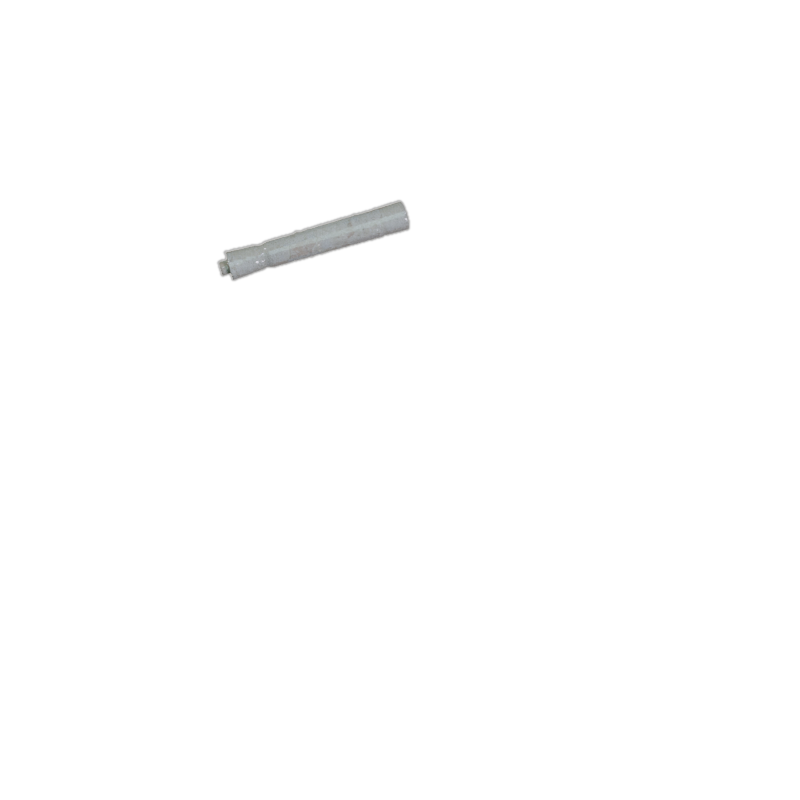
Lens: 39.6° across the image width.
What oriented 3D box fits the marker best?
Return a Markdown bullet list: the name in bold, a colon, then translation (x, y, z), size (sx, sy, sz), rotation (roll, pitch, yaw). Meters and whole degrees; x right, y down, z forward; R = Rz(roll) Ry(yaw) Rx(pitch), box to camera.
- **marker**: translation (-0.054, -0.099, 0.692), size (0.120, 0.020, 0.020), rotation (-17, 6, -5)
